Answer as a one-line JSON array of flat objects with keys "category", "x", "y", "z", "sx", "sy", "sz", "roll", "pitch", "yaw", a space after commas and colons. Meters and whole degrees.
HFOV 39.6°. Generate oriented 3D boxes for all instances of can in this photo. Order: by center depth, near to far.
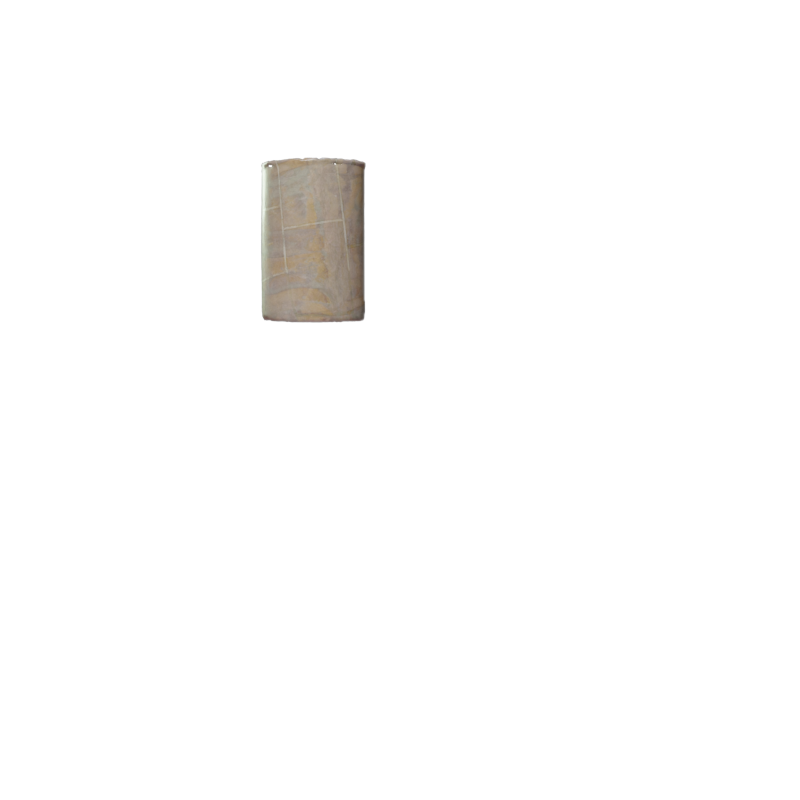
[{"category": "can", "x": -0.056, "y": -0.102, "z": 0.717, "sx": 0.068, "sy": 0.103, "sz": 0.069, "roll": 0, "pitch": 0, "yaw": -2}]
